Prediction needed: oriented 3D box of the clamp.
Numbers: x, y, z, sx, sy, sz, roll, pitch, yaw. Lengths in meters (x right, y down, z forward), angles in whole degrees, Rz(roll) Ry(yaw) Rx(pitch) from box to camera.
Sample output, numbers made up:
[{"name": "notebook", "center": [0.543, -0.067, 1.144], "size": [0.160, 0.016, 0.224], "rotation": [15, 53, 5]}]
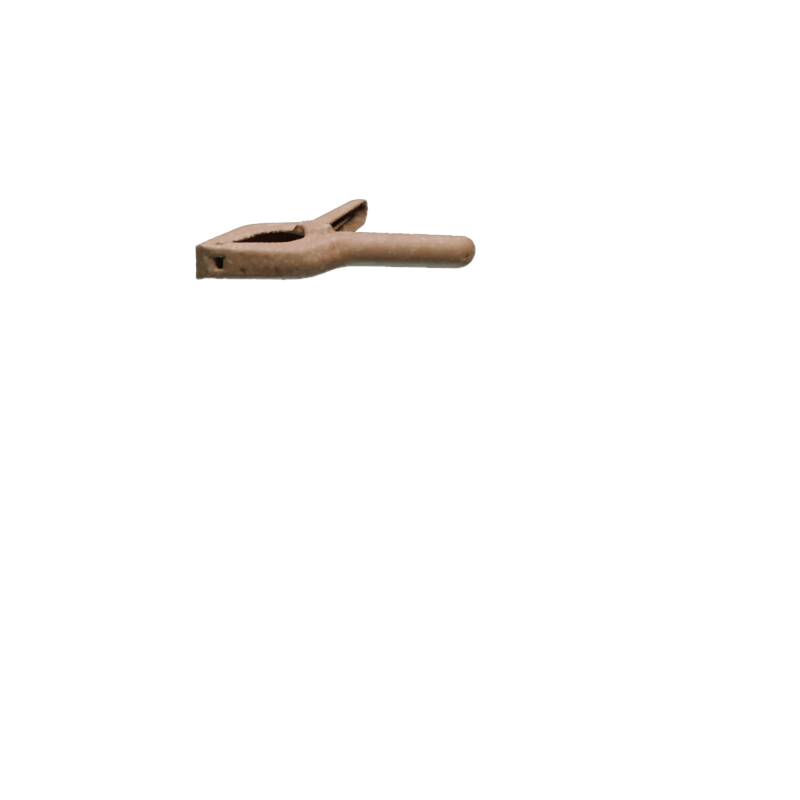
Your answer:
[{"name": "clamp", "center": [-0.069, -0.127, 0.887], "size": [0.205, 0.035, 0.175], "rotation": [-10, 24, -24]}]
